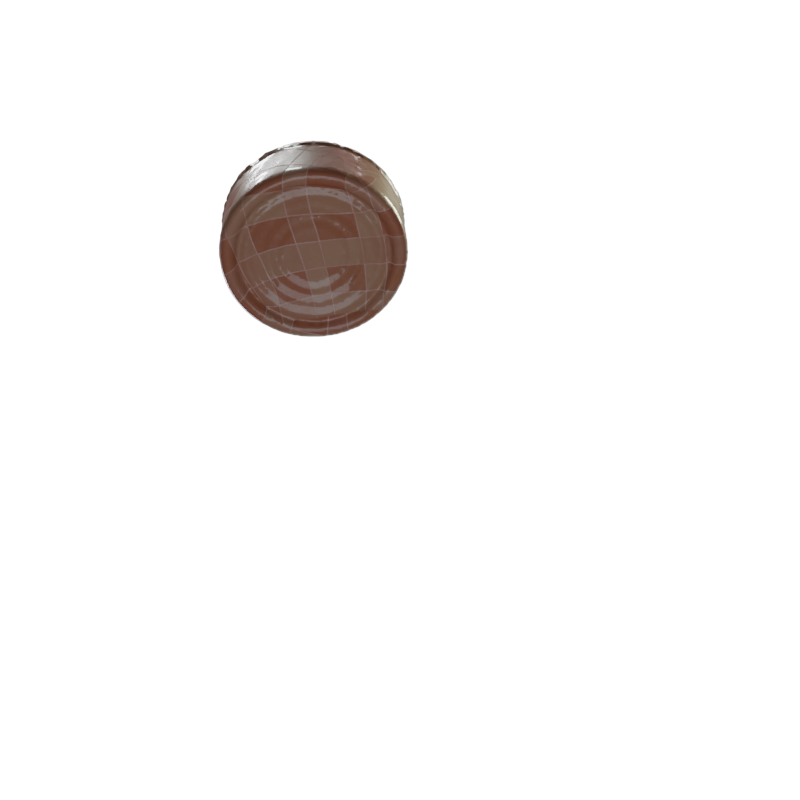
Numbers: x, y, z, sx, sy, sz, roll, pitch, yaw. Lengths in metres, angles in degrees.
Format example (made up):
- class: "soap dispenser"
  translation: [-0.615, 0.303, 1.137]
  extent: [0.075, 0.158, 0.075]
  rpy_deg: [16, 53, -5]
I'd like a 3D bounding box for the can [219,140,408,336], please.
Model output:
- class: "can"
  translation: [-0.040, -0.072, 0.505]
  extent: [0.086, 0.081, 0.036]
  rpy_deg: [1, 29, -1]
